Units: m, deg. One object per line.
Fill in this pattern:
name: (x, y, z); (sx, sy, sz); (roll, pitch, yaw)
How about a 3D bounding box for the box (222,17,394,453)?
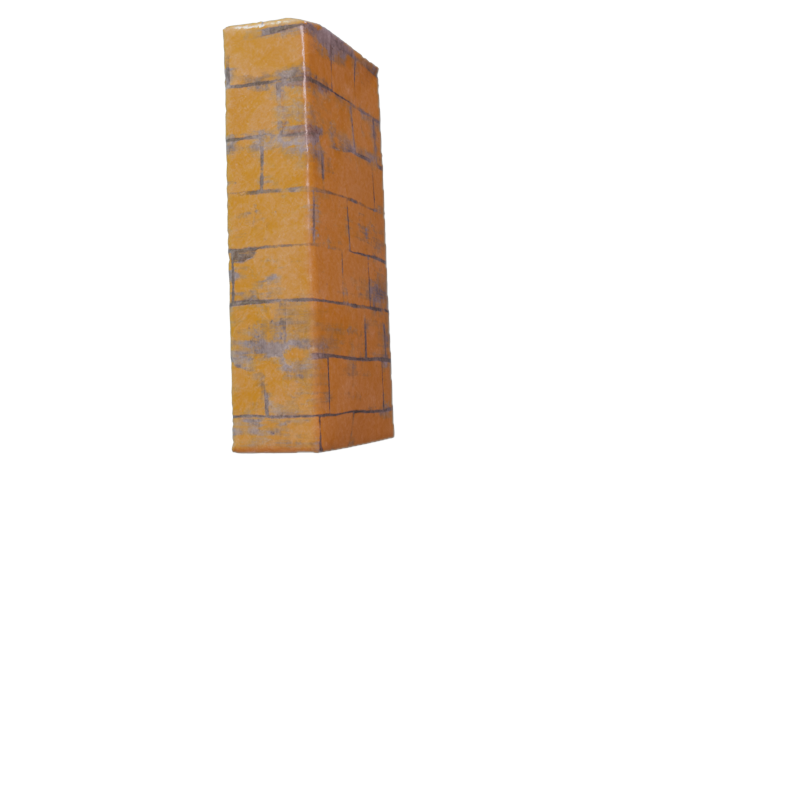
box: (-0.038, -0.069, 0.484); (0.049, 0.178, 0.090); (-2, -4, 20)
